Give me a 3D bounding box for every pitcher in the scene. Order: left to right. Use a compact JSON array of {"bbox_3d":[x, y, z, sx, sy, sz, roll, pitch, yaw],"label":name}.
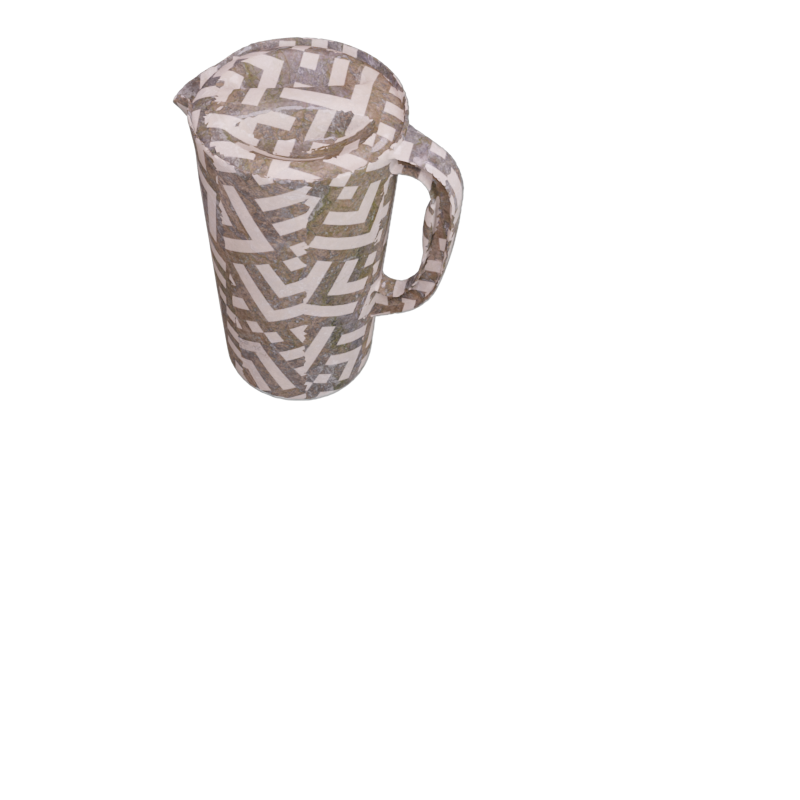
[{"bbox_3d":[-0.058,-0.106,0.739,0.144,0.161,0.227,-18,-36,-17],"label":"pitcher"}]
